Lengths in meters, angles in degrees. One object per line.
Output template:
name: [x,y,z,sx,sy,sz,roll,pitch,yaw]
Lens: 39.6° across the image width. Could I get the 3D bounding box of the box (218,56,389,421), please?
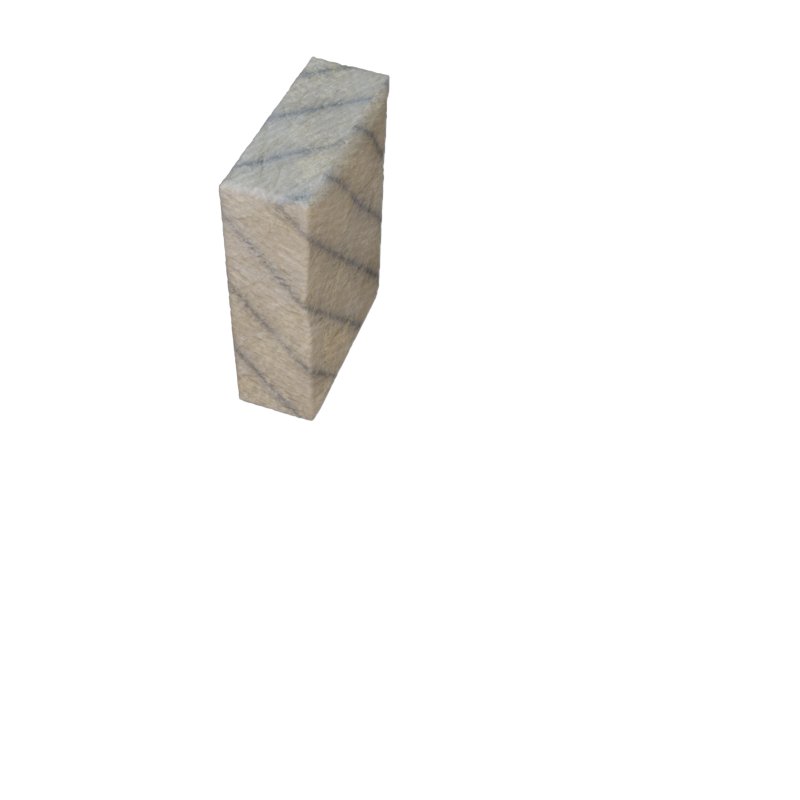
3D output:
box: [-0.064,-0.117,0.821,0.074,0.172,0.199,15,-42,10]
